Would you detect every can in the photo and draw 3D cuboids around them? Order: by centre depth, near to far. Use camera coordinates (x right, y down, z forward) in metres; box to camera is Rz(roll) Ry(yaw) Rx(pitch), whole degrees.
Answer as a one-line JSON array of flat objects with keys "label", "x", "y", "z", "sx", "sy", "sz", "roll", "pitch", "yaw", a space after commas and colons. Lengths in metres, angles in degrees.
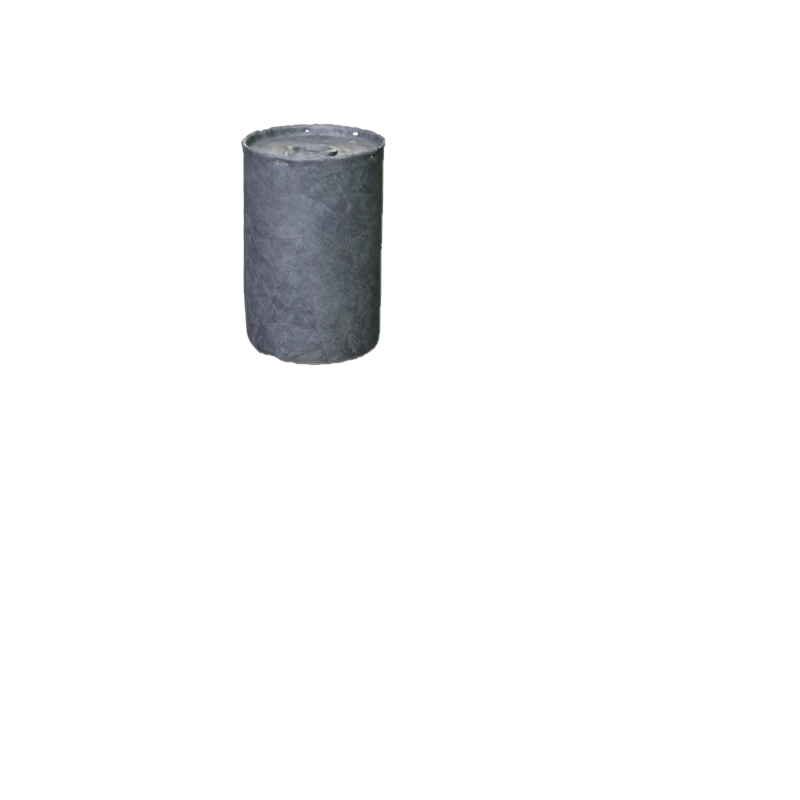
[{"label": "can", "x": -0.042, "y": -0.077, "z": 0.537, "sx": 0.068, "sy": 0.098, "sz": 0.072, "roll": 0, "pitch": 21, "yaw": -2}]
